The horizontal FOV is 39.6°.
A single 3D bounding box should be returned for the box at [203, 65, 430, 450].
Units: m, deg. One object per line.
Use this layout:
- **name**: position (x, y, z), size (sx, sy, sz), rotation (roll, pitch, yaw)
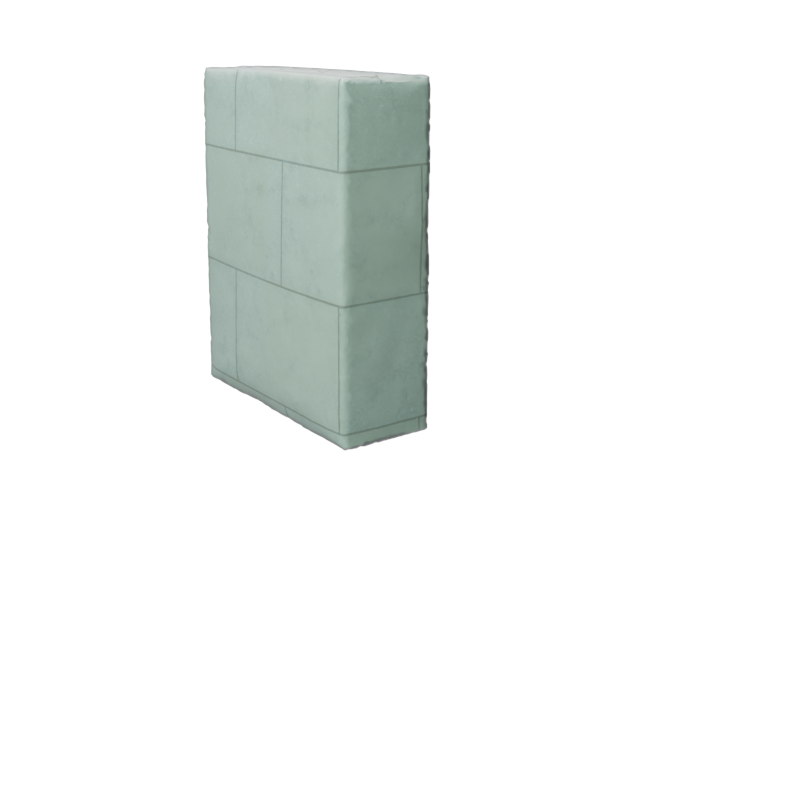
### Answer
- **box**: position (-0.054, -0.099, 0.694), size (0.070, 0.208, 0.174), rotation (-8, 17, -35)
